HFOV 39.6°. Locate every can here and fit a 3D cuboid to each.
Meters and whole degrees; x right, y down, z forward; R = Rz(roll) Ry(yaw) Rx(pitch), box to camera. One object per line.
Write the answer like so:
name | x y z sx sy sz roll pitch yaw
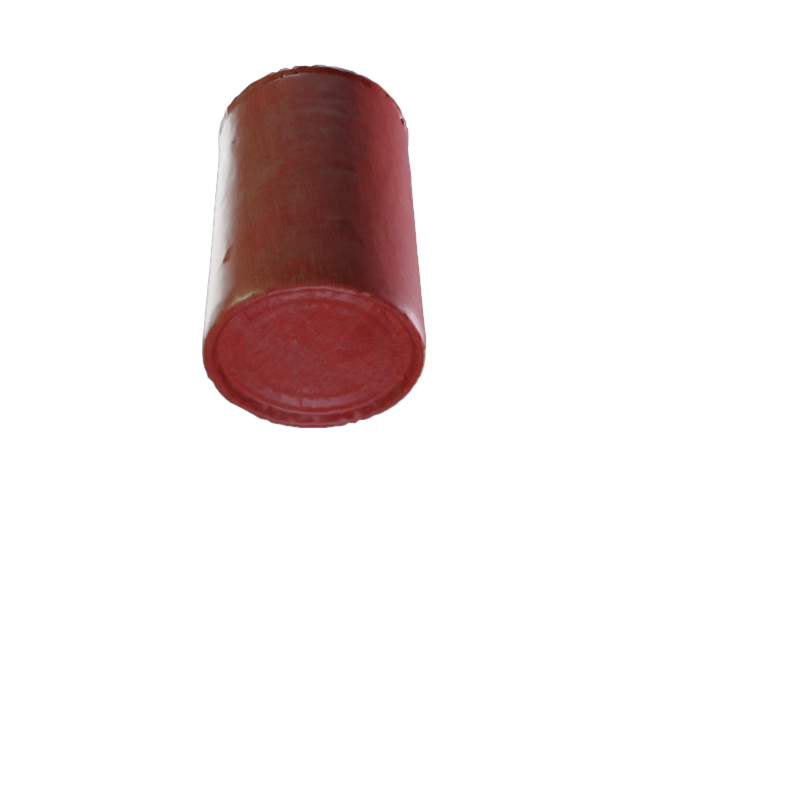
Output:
can | -0.028 -0.051 0.359 0.068 0.110 0.064 -1 -42 -3
